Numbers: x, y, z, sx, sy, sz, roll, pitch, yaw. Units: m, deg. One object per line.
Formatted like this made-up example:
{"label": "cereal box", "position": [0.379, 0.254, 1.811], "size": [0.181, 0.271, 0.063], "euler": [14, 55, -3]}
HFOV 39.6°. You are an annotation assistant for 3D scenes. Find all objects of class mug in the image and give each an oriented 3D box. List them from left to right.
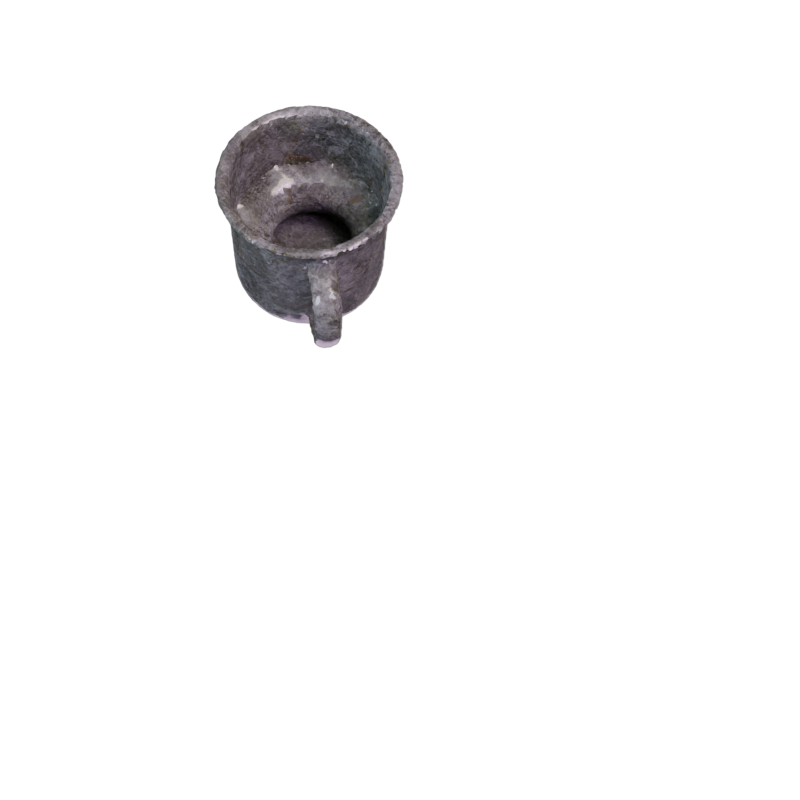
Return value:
{"label": "mug", "position": [-0.045, -0.082, 0.573], "size": [0.093, 0.125, 0.077], "euler": [-10, -29, -7]}
